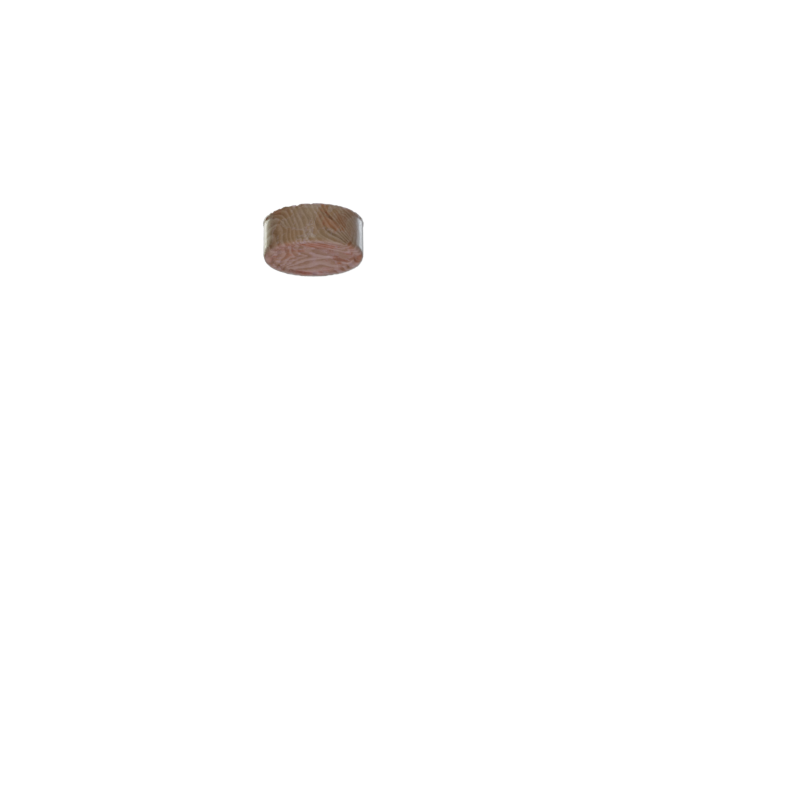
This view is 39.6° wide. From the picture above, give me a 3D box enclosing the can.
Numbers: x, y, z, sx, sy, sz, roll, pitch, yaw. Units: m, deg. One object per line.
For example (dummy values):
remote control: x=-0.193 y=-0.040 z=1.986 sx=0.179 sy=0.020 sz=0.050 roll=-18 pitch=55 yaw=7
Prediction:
can: x=-0.073 y=-0.134 z=0.936 sx=0.086 sy=0.035 sz=0.082 roll=0 pitch=-16 yaw=-2
